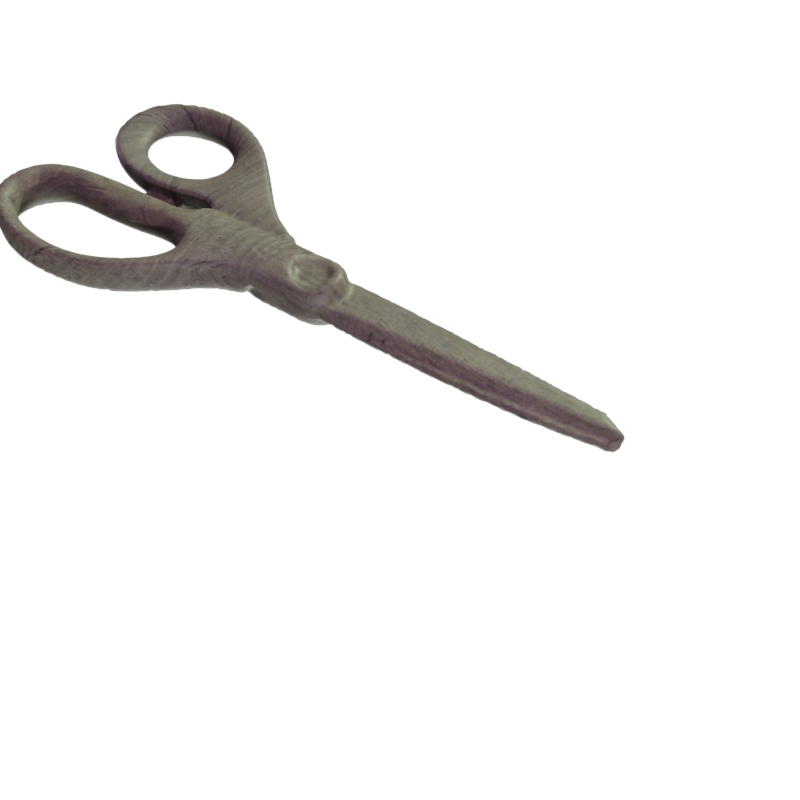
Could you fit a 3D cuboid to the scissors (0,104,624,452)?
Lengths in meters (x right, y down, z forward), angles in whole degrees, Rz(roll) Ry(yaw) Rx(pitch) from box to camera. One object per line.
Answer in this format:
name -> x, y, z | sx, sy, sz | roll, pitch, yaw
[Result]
scissors -> -0.027, -0.048, 0.339 | 0.207, 0.015, 0.100 | 15, 47, 14
